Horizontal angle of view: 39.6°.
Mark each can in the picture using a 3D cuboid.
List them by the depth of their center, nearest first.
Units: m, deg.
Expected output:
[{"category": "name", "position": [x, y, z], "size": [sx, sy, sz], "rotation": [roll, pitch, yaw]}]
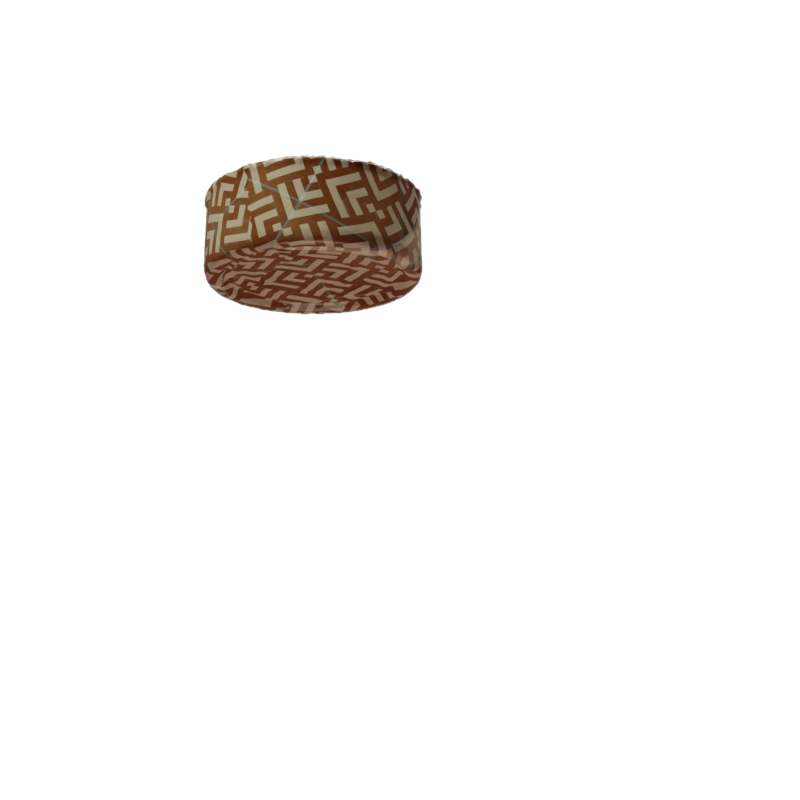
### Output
[{"category": "can", "position": [-0.034, -0.062, 0.433], "size": [0.086, 0.035, 0.082], "rotation": [0, -16, -2]}]
